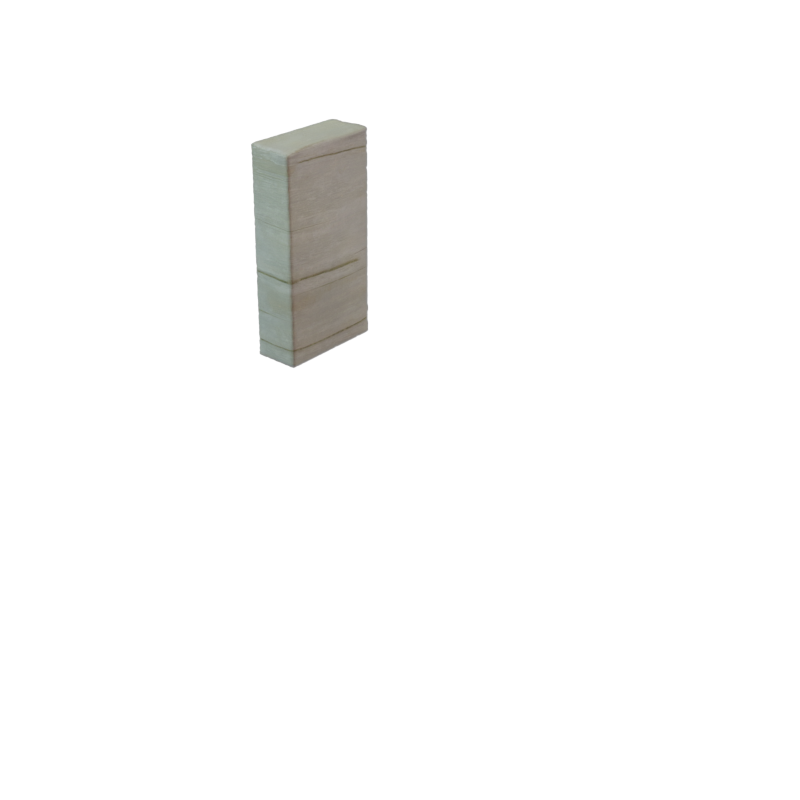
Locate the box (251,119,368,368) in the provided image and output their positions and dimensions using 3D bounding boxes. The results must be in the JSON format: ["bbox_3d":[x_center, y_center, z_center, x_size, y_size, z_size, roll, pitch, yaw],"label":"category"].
[{"bbox_3d":[-0.068,-0.124,0.870,0.051,0.167,0.093,21,32,35],"label":"box"}]
